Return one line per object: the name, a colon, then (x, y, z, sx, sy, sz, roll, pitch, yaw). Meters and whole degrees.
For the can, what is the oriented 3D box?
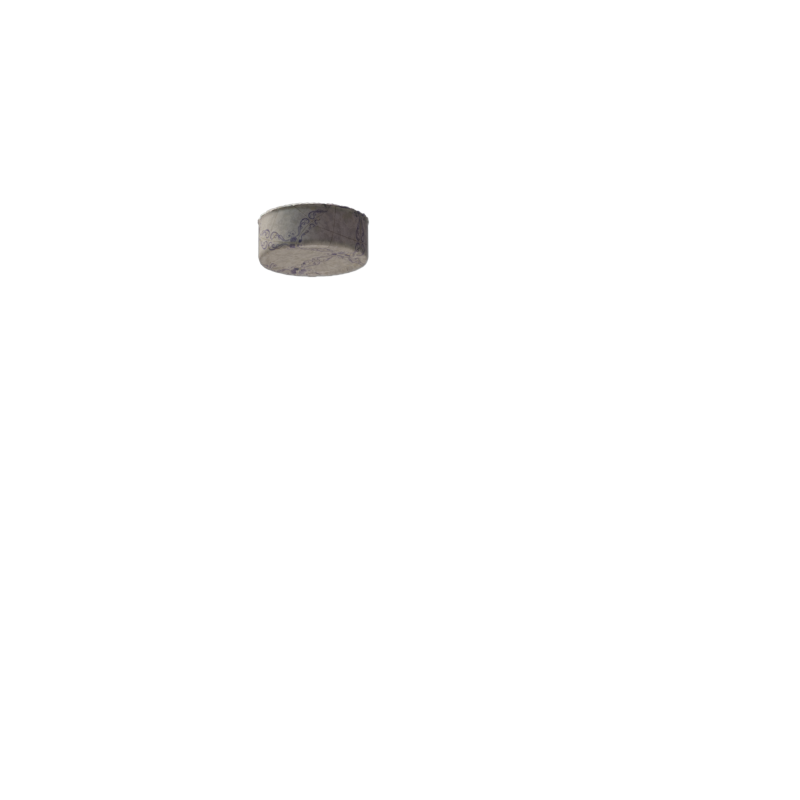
can: (-0.066, -0.121, 0.848, 0.086, 0.035, 0.083, 0, -11, -2)
